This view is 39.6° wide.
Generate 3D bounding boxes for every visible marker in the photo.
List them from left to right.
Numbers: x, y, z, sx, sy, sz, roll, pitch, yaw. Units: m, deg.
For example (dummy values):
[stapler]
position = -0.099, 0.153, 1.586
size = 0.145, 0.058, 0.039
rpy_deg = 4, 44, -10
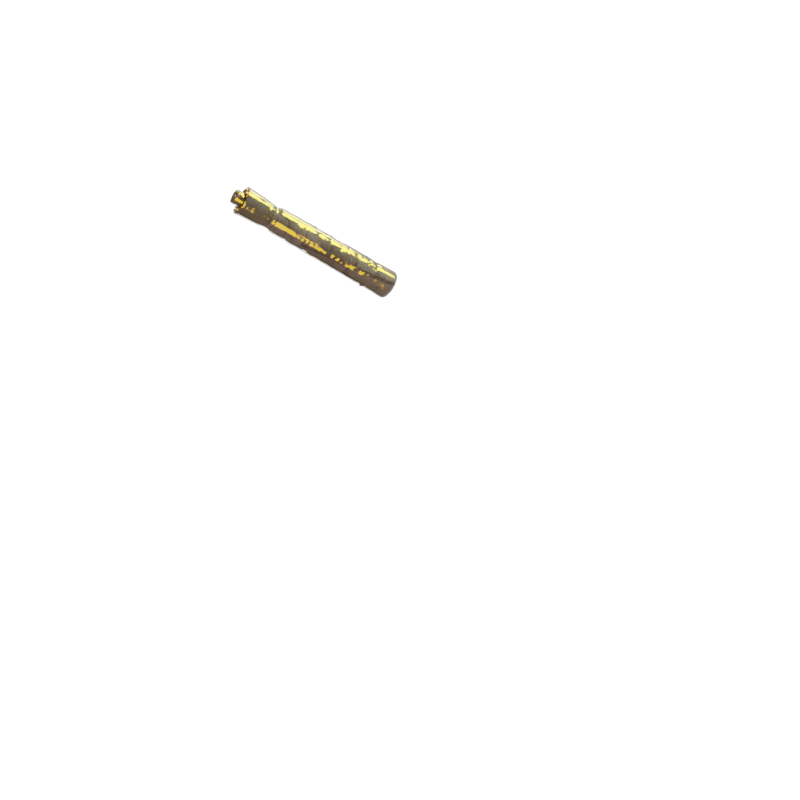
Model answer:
[marker]
position = -0.056, -0.101, 0.710
size = 0.116, 0.020, 0.020
rpy_deg = 28, -7, -19
